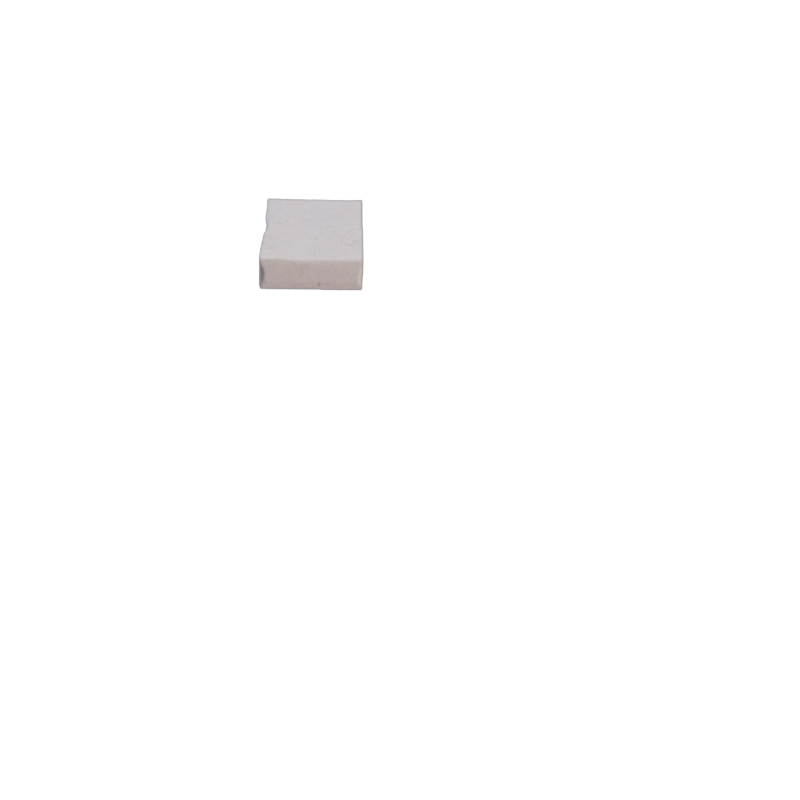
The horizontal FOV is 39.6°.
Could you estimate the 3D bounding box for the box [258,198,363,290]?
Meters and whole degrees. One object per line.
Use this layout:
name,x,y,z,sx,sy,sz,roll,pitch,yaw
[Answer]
box,-0.063,-0.115,0.808,0.073,0.028,0.095,0,37,0
